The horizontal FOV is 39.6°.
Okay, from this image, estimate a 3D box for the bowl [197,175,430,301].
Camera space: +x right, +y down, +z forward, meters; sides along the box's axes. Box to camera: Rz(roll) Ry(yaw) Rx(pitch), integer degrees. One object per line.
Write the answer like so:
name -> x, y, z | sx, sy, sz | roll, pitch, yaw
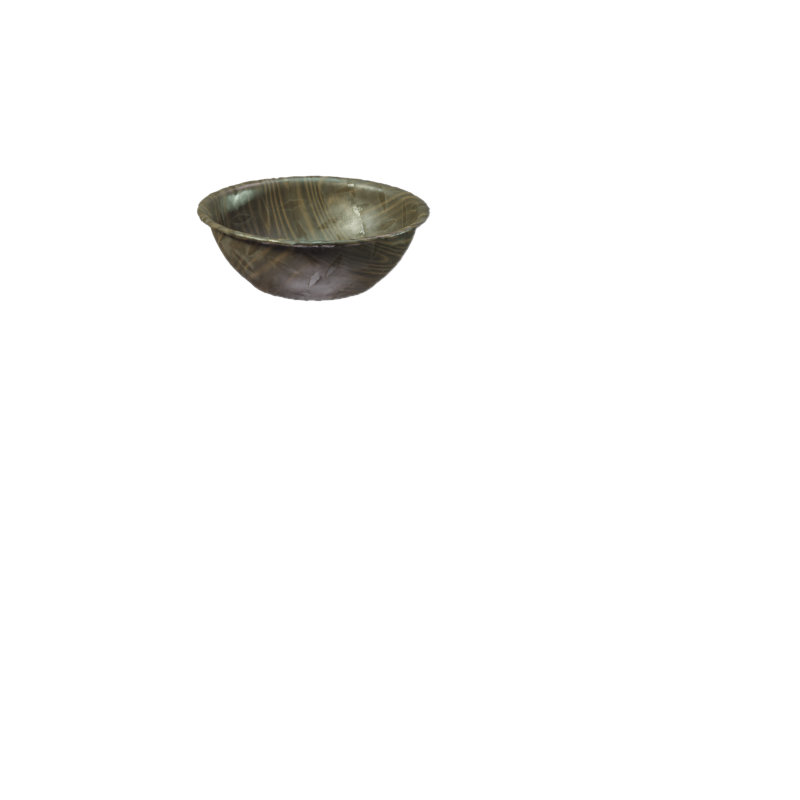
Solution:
bowl -> -0.061, -0.111, 0.780 | 0.162, 0.052, 0.171 | -1, 25, -2
